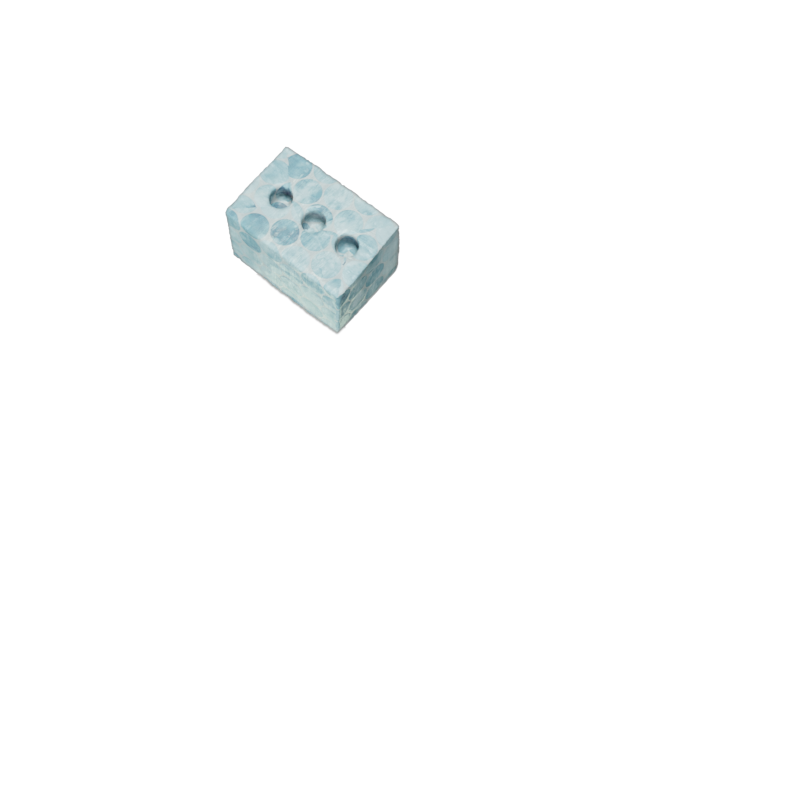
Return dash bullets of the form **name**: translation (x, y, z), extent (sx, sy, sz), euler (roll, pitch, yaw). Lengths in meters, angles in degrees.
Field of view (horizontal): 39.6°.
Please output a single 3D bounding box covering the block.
- **block**: translation (-0.046, -0.084, 0.588), extent (0.081, 0.054, 0.049), euler (36, -19, 13)
